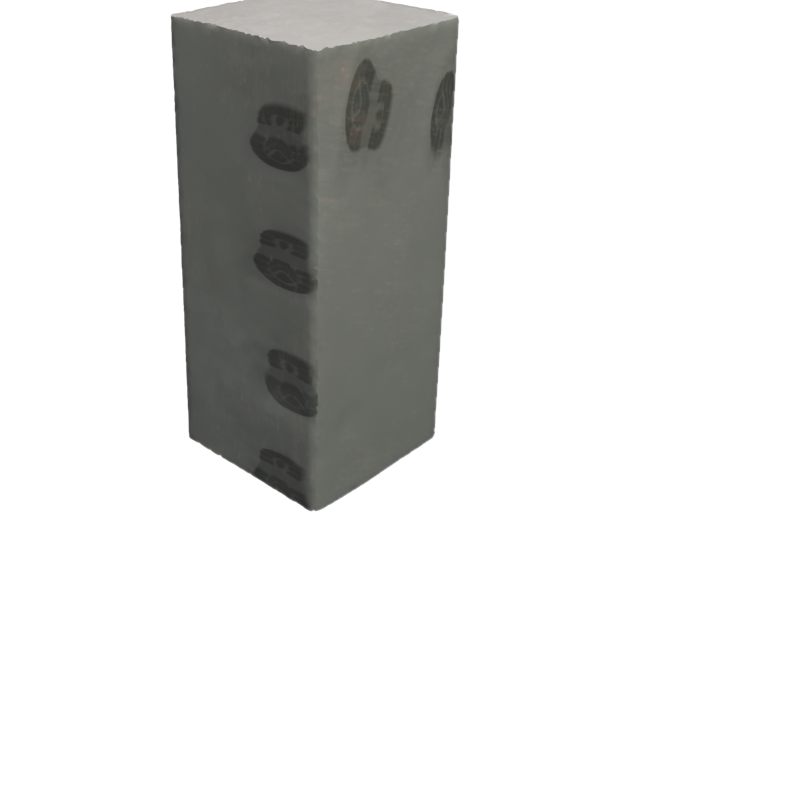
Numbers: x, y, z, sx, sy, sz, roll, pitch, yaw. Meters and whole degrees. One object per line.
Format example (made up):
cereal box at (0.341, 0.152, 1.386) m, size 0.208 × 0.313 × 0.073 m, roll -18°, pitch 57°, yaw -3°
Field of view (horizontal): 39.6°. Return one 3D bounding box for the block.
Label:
block at (-0.039, -0.072, 0.501) m, size 0.096 × 0.196 × 0.089 m, roll 22°, pitch 32°, yaw 37°
